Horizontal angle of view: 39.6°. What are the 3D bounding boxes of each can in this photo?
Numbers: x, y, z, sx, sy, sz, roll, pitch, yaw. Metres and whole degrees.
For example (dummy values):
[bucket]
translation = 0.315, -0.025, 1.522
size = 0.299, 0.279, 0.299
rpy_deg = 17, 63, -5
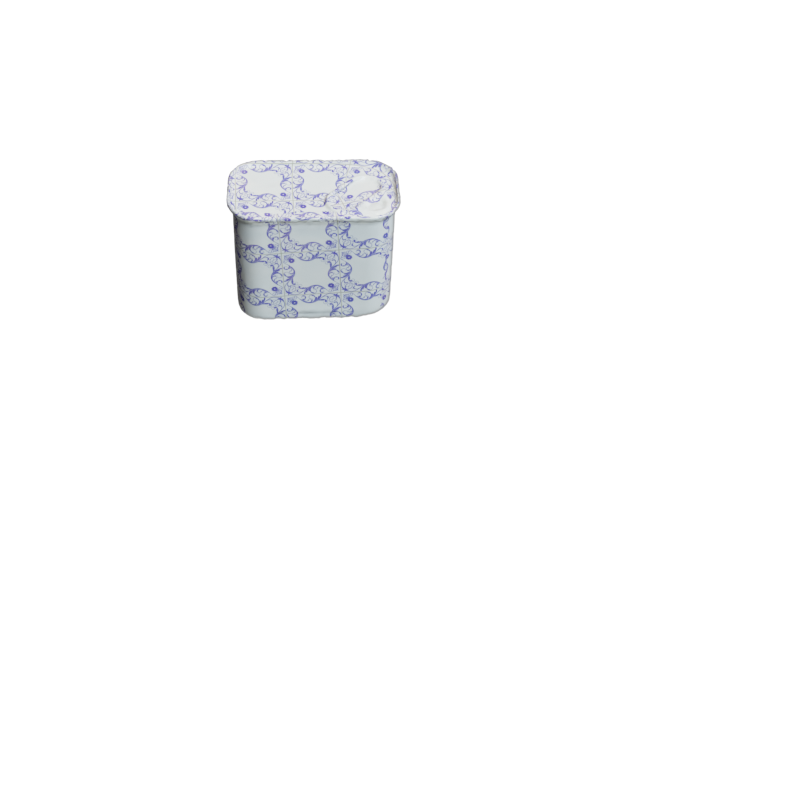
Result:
[can]
translation = -0.053, -0.097, 0.680
size = 0.102, 0.078, 0.062
rpy_deg = -1, 44, -2
